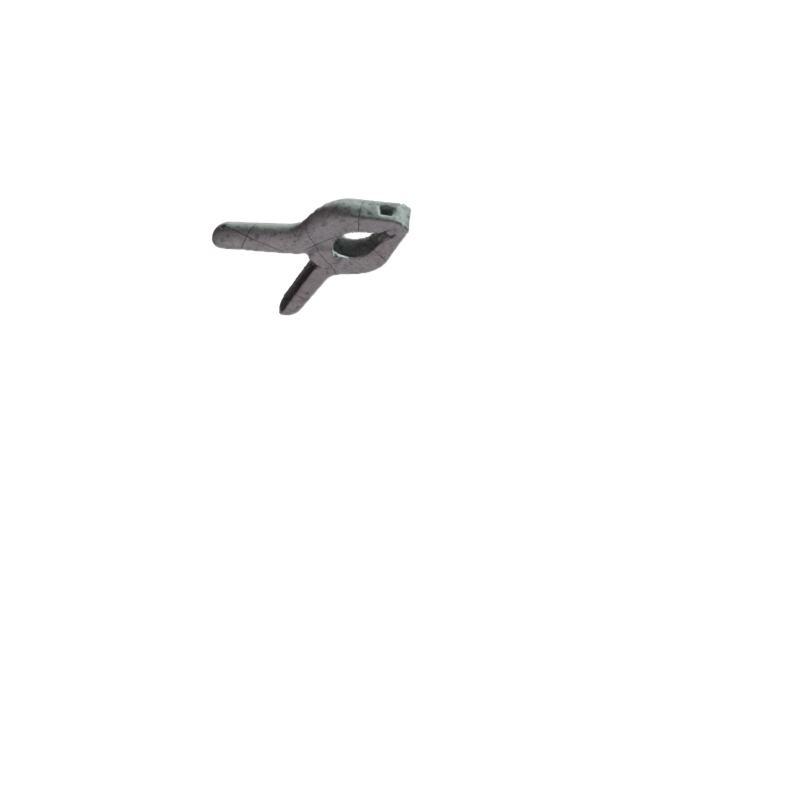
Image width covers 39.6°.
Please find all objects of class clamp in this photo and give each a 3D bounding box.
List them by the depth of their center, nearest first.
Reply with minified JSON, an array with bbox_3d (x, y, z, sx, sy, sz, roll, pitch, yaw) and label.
[{"bbox_3d":[-0.075,-0.137,0.958,0.172,0.042,0.112,-25,-42,31],"label":"clamp"}]
